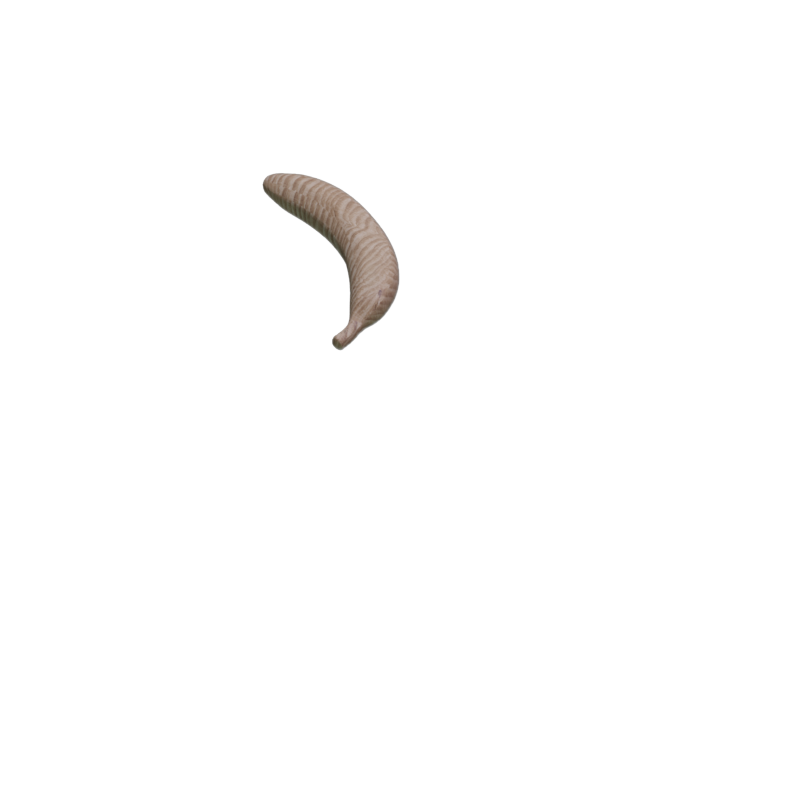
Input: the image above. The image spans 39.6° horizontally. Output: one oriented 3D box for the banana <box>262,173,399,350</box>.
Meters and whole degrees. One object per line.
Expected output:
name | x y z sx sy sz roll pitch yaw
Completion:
banana | -0.046 -0.120 0.832 0.069 0.034 0.214 -13 44 -14
